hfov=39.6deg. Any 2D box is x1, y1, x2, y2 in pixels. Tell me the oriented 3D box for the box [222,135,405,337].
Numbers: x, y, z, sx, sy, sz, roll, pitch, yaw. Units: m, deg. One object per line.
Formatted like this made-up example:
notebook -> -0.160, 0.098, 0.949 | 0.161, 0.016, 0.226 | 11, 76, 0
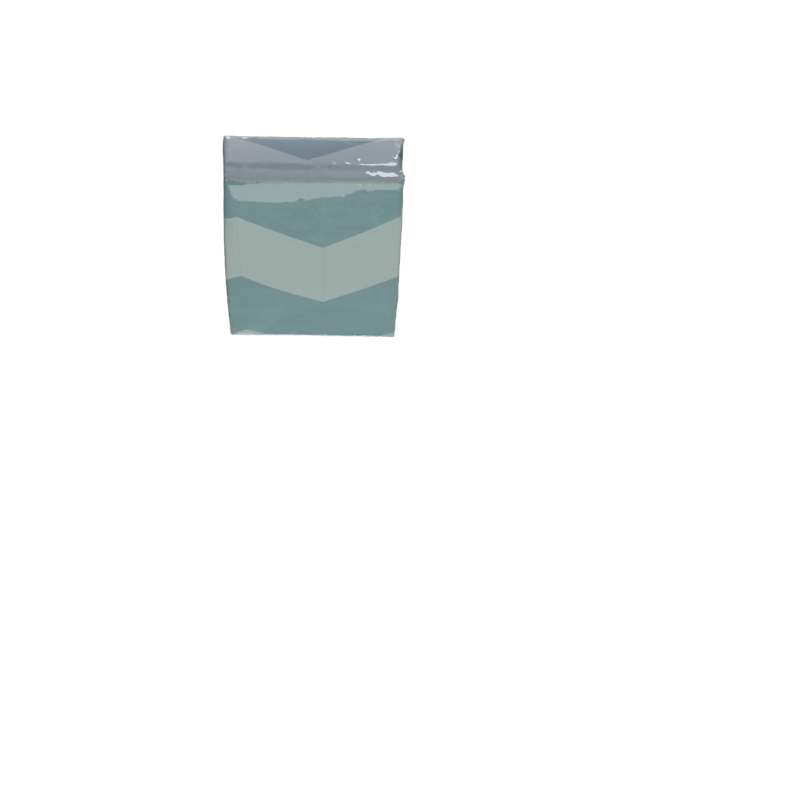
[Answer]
box -> -0.044, -0.081, 0.566 | 0.090, 0.042, 0.106 | 1, -41, -2
